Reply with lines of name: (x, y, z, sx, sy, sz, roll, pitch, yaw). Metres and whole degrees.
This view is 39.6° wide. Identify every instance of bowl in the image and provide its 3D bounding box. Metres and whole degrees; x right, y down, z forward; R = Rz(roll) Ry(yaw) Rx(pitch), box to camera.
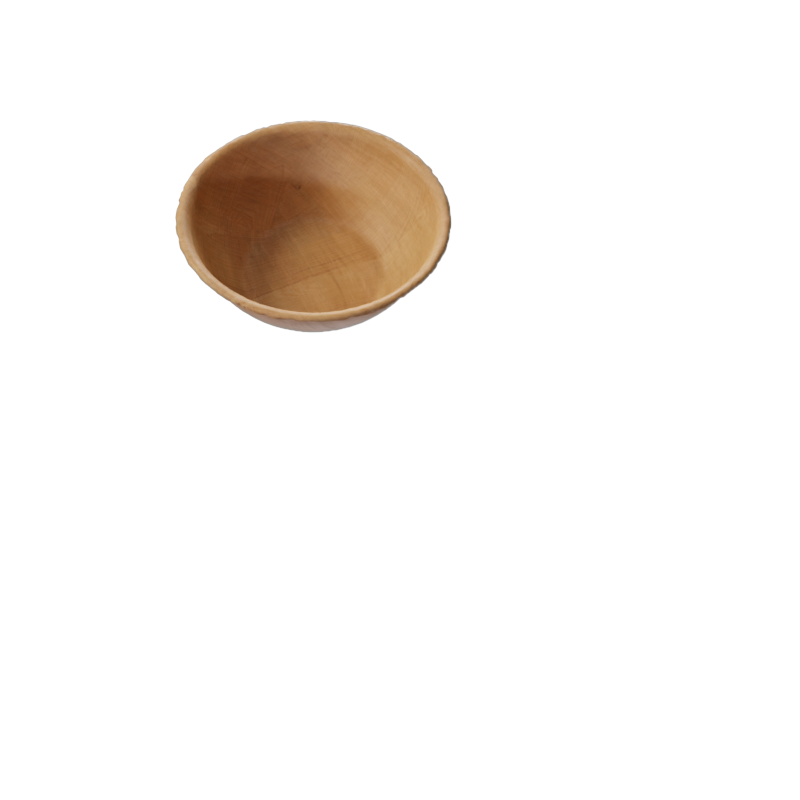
bowl: (-0.052, -0.095, 0.668, 0.162, 0.174, 0.051, -1, -39, -1)
